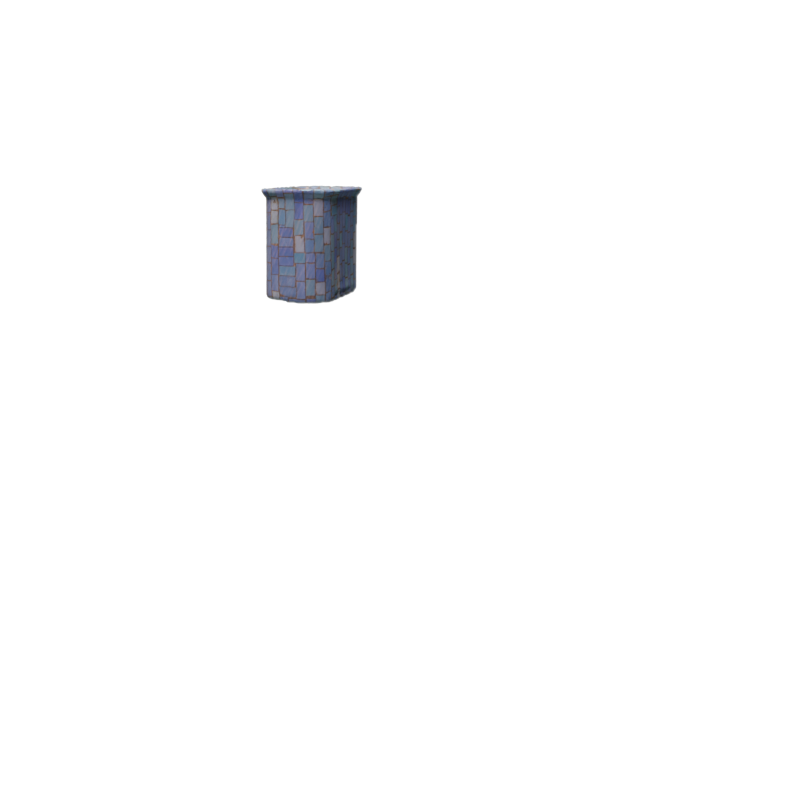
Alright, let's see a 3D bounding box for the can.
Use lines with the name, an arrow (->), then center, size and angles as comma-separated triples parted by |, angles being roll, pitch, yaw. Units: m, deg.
can -> -0.067, -0.122, 0.853 | 0.059, 0.082, 0.101 | 2, 10, 15
